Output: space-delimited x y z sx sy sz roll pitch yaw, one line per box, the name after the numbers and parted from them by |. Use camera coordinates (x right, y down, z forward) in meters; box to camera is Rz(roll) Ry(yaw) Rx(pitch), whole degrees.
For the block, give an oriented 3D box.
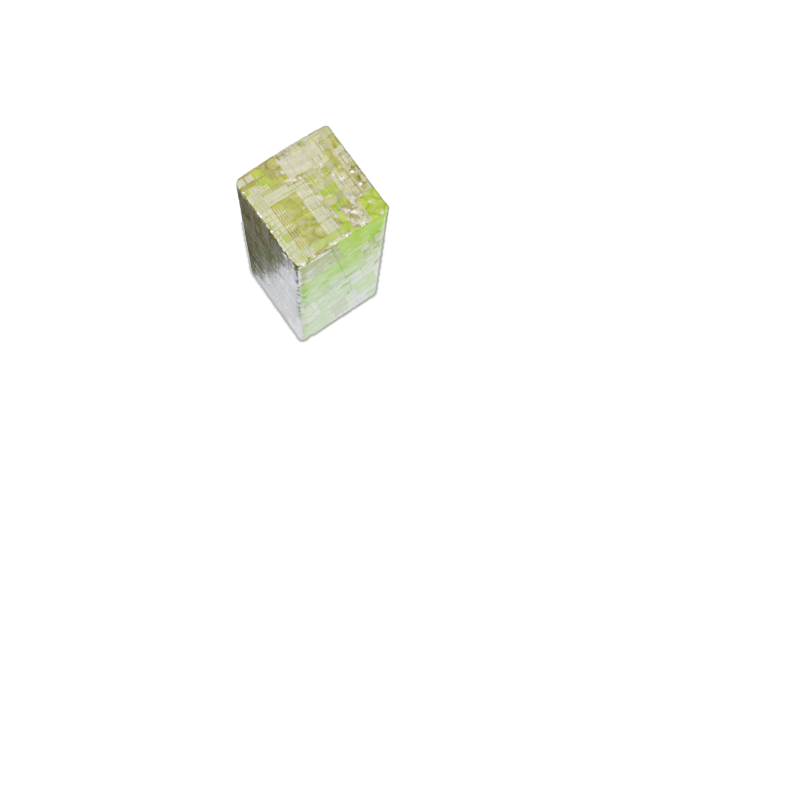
-0.075 -0.136 0.951 0.090 0.094 0.198 -34 -10 -11 | block
